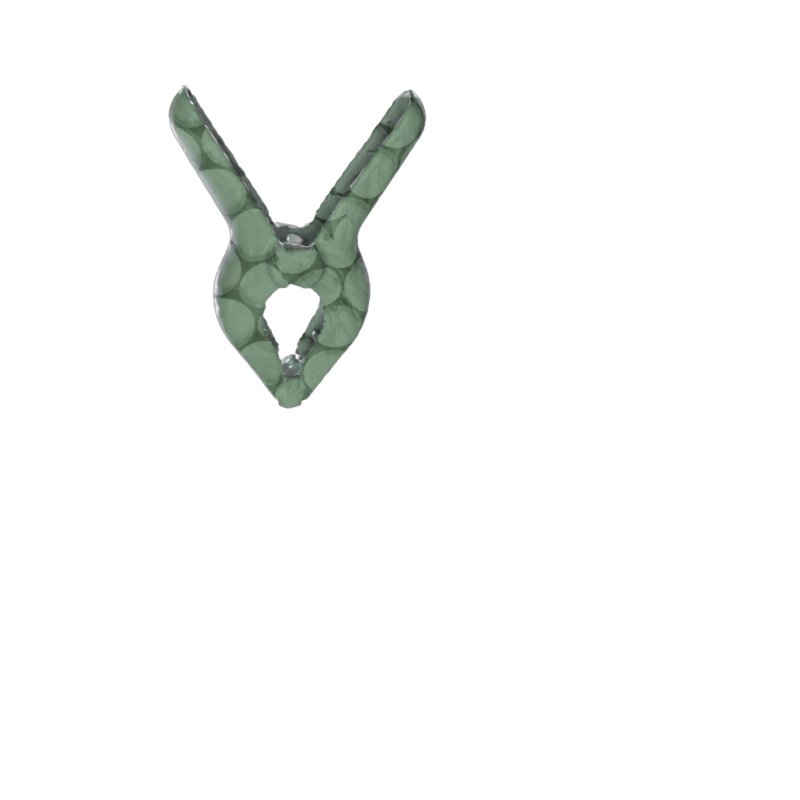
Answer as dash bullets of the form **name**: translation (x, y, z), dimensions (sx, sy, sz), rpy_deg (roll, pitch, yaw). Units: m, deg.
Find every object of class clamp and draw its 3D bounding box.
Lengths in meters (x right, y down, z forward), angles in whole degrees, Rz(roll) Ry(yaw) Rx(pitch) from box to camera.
- **clamp**: translation (-0.043, -0.078, 0.549), dimensions (0.120, 0.161, 0.041), rpy_deg (-5, 28, 2)
